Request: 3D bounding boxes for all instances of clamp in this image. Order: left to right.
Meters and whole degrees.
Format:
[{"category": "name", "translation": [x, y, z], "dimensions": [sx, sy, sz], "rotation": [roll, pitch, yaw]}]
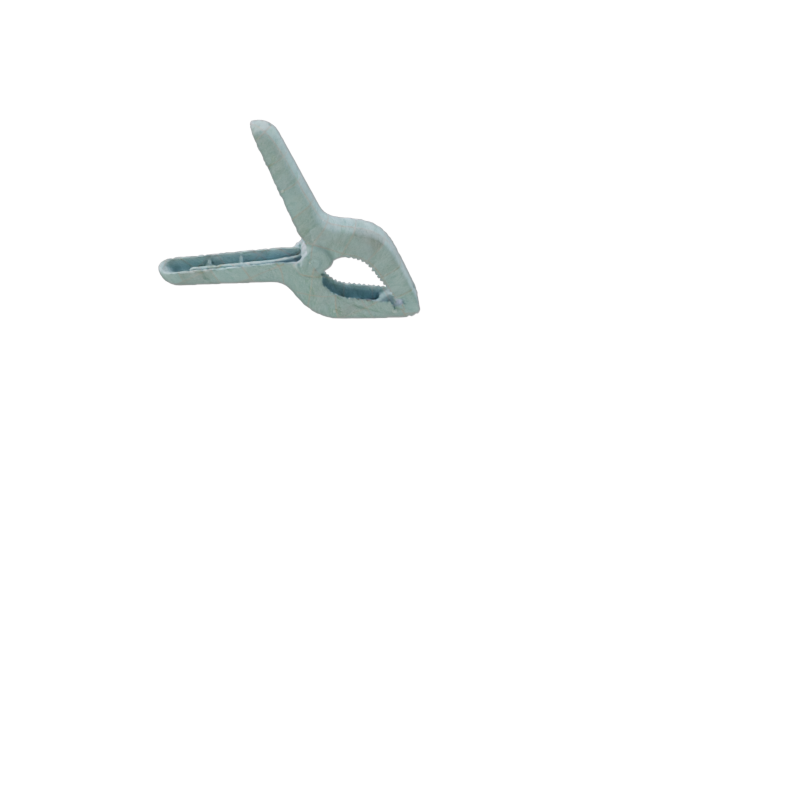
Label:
[{"category": "clamp", "translation": [-0.070, -0.127, 0.890], "dimensions": [0.204, 0.158, 0.039], "rotation": [20, 34, -15]}]
